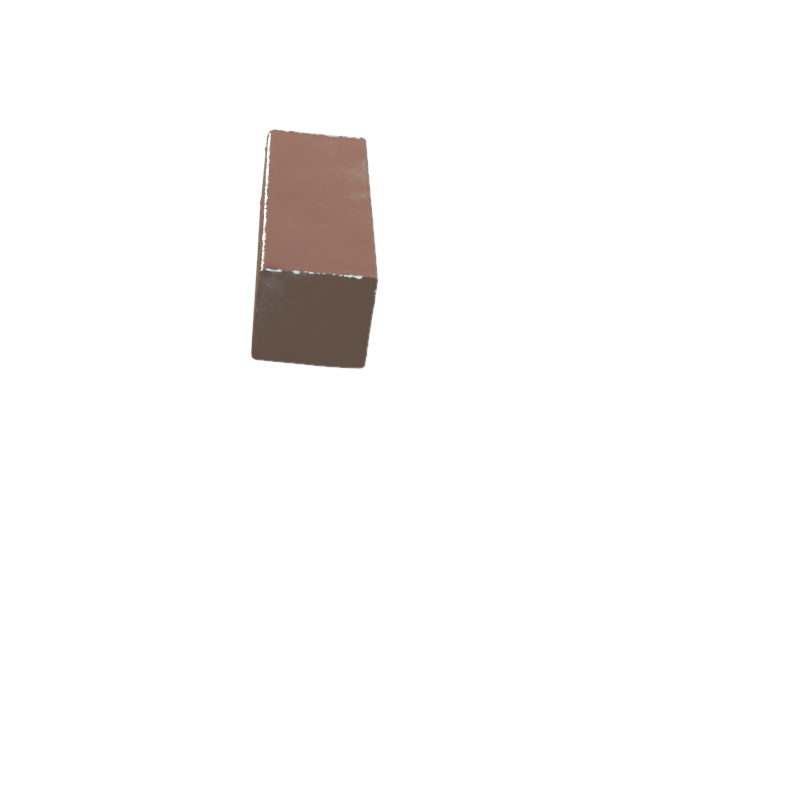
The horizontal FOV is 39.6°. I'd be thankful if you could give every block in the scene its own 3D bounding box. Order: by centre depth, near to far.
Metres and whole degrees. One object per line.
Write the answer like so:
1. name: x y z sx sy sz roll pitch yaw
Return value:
1. block: -0.072 -0.130 0.910 0.089 0.085 0.221 4 40 -7
